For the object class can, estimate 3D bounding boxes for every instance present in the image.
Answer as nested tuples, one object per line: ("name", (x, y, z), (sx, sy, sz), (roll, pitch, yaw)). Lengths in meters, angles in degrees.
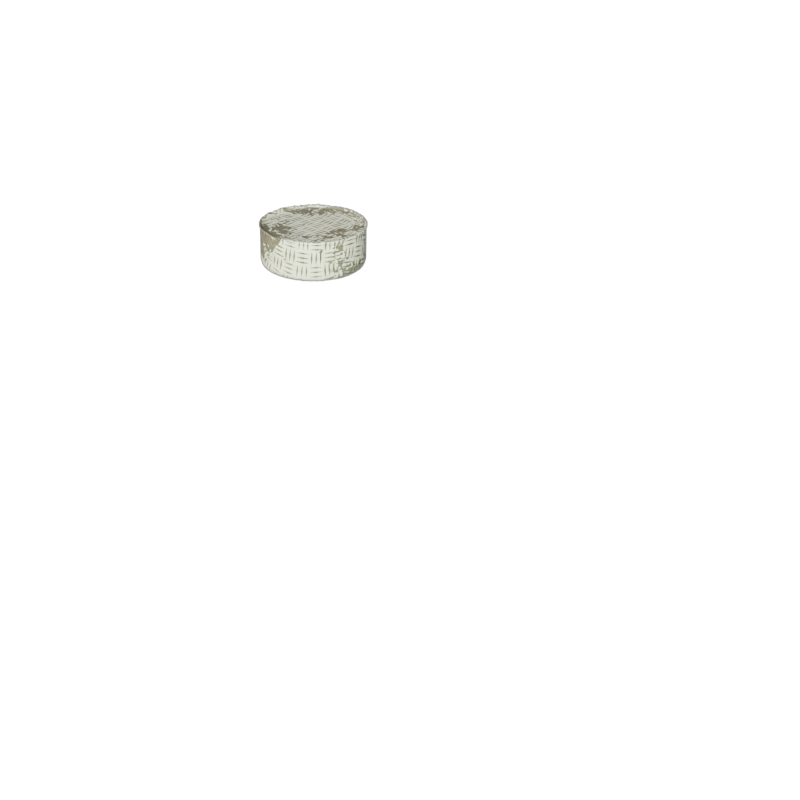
("can", (-0.069, -0.125, 0.878), (0.086, 0.032, 0.091), (-1, 28, -2))
